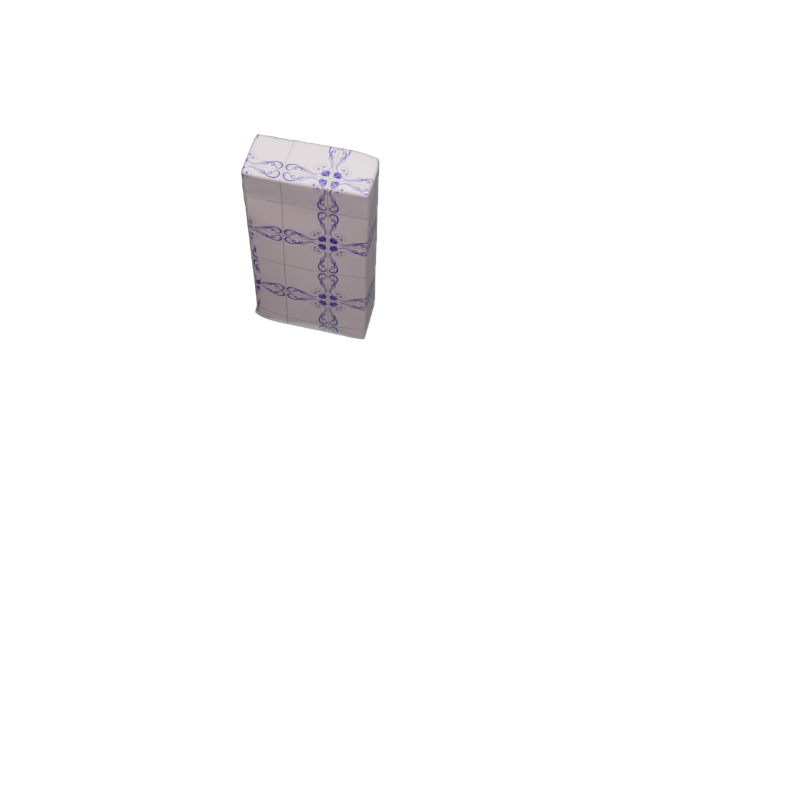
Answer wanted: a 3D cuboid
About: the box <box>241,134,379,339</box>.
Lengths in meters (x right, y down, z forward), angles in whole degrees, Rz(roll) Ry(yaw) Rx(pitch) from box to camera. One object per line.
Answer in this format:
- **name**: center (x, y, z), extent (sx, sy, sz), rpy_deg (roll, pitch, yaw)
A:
- **box**: center (-0.065, -0.119, 0.831), extent (0.095, 0.051, 0.165), rpy_deg (14, -36, 6)
